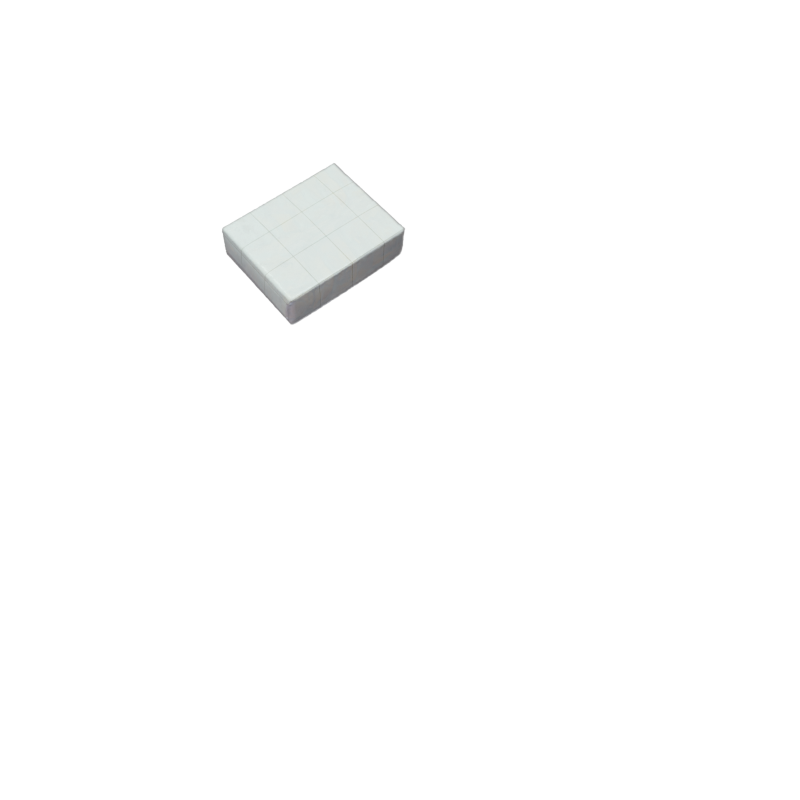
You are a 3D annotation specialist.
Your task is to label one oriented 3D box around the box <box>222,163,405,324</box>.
[{"bbox_3d":[-0.067,-0.123,0.859,0.114,0.096,0.036,-33,-29,-22],"label":"box"}]
